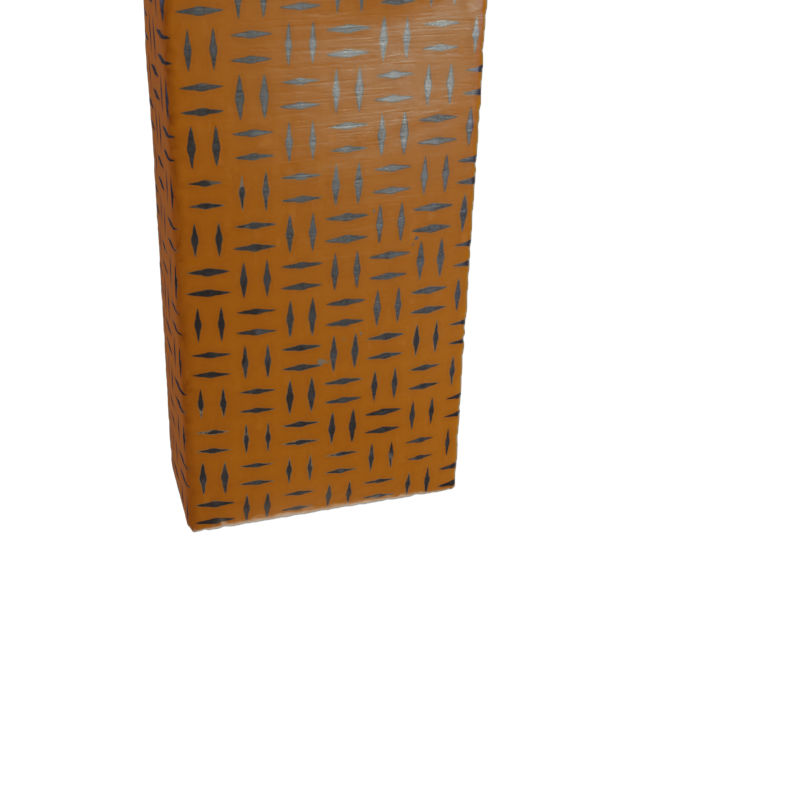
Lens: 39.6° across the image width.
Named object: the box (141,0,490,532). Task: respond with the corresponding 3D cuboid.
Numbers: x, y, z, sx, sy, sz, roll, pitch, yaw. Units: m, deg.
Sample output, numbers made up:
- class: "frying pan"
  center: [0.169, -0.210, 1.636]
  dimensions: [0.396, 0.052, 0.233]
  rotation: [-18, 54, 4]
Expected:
- class: "box"
  center: [-0.027, -0.048, 0.339]
  dimensions: [0.092, 0.166, 0.052]
  rotation: [-7, 30, -16]
